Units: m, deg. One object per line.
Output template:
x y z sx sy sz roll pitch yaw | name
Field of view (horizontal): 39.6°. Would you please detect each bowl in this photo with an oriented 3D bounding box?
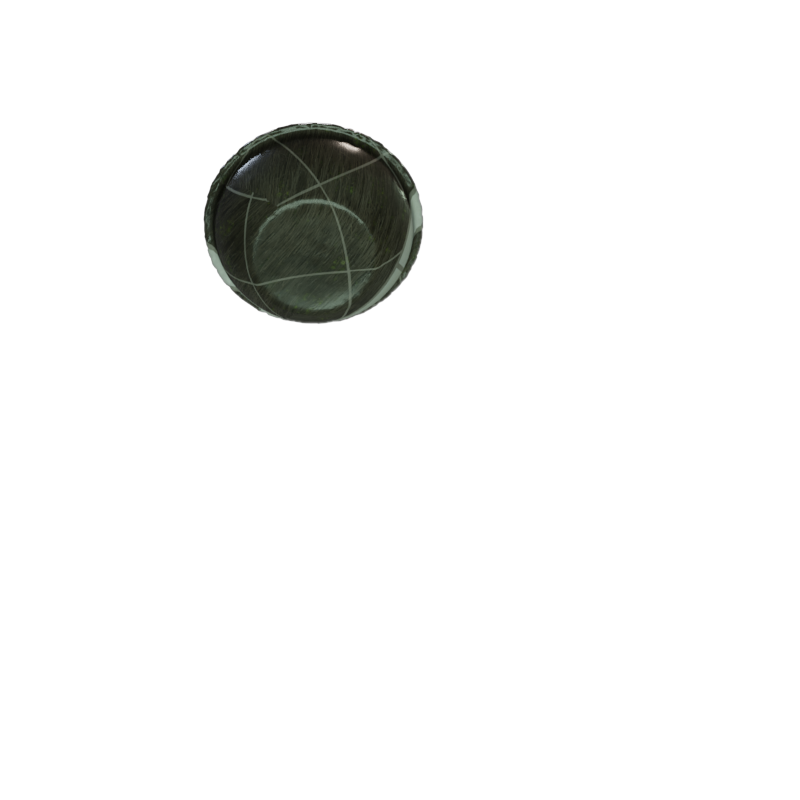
-0.062 -0.113 0.790 0.162 0.153 0.058 1 27 -1 | bowl
